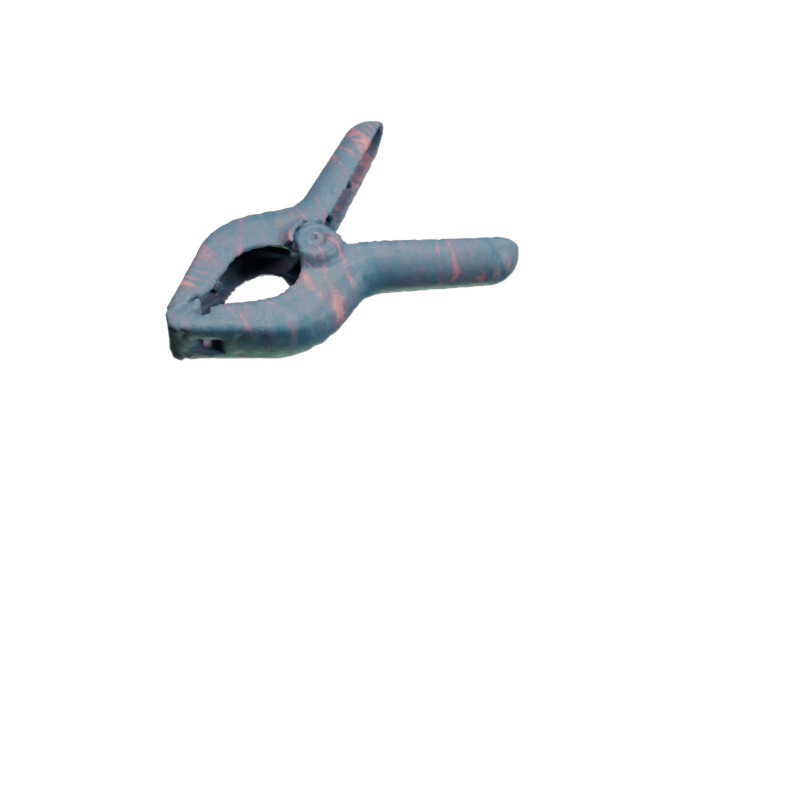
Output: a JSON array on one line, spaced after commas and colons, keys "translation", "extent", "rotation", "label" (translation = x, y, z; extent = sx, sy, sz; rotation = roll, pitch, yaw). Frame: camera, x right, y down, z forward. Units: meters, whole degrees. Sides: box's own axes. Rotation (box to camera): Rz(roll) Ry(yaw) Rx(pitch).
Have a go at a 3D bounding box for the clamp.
[{"translation": [-0.042, -0.077, 0.543], "extent": [0.170, 0.036, 0.130], "rotation": [-22, 50, -20], "label": "clamp"}]
